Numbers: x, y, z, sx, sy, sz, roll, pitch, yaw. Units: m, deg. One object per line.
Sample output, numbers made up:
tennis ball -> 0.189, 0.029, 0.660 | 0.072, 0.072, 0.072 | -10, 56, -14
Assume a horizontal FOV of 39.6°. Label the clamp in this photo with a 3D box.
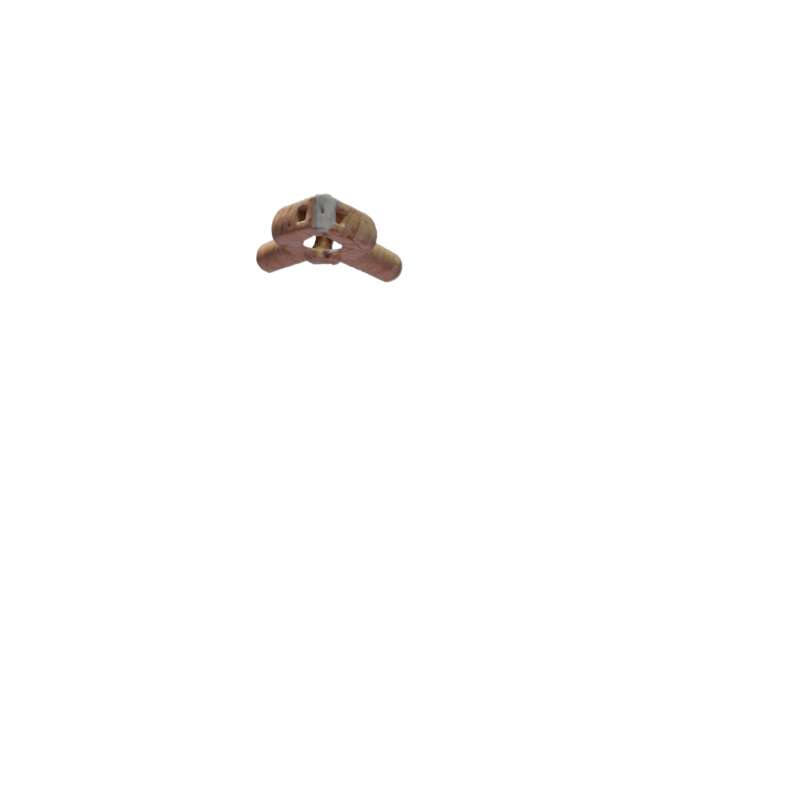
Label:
clamp -> -0.067, -0.123, 0.858 | 0.121, 0.041, 0.164 | -2, -11, 9
